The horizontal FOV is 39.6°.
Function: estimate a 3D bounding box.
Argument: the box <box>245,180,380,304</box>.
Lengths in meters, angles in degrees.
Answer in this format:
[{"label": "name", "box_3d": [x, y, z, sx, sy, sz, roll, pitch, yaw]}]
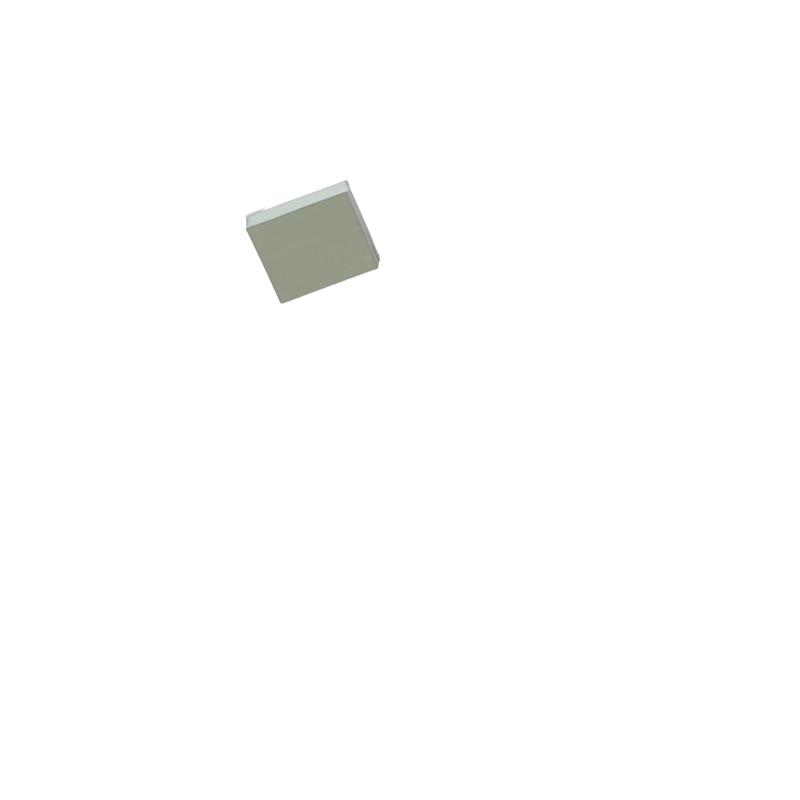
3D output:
[{"label": "box", "box_3d": [-0.070, -0.127, 0.892, 0.089, 0.069, 0.032, -20, 25, 9]}]
